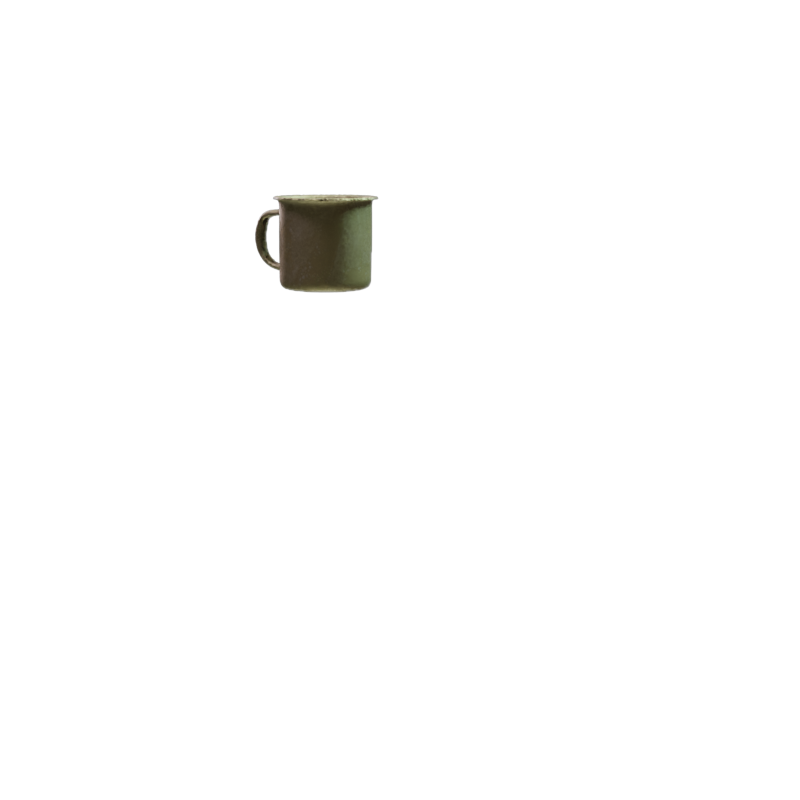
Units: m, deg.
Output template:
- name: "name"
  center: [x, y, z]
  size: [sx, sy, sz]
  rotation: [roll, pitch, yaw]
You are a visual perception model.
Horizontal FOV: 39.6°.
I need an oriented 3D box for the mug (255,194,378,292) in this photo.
- name: "mug"
  center: [-0.077, -0.140, 0.983]
  size: [0.121, 0.080, 0.092]
  rotation: [5, 10, 24]
